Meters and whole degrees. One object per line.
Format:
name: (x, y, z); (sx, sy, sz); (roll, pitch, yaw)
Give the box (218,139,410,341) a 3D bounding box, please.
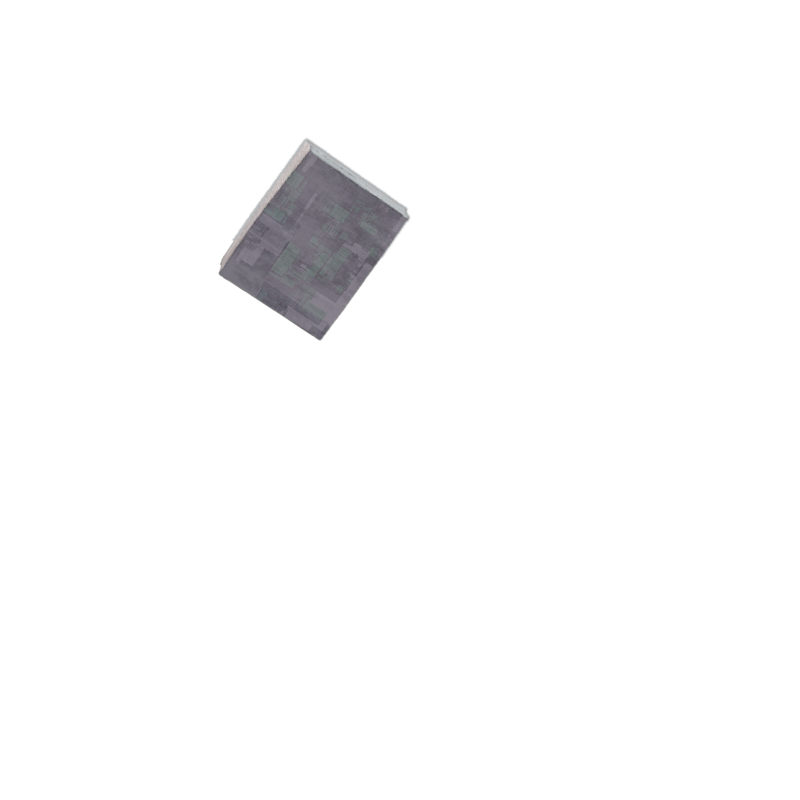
box: (-0.062, -0.112, 0.786); (0.088, 0.112, 0.040); (35, 14, -11)
